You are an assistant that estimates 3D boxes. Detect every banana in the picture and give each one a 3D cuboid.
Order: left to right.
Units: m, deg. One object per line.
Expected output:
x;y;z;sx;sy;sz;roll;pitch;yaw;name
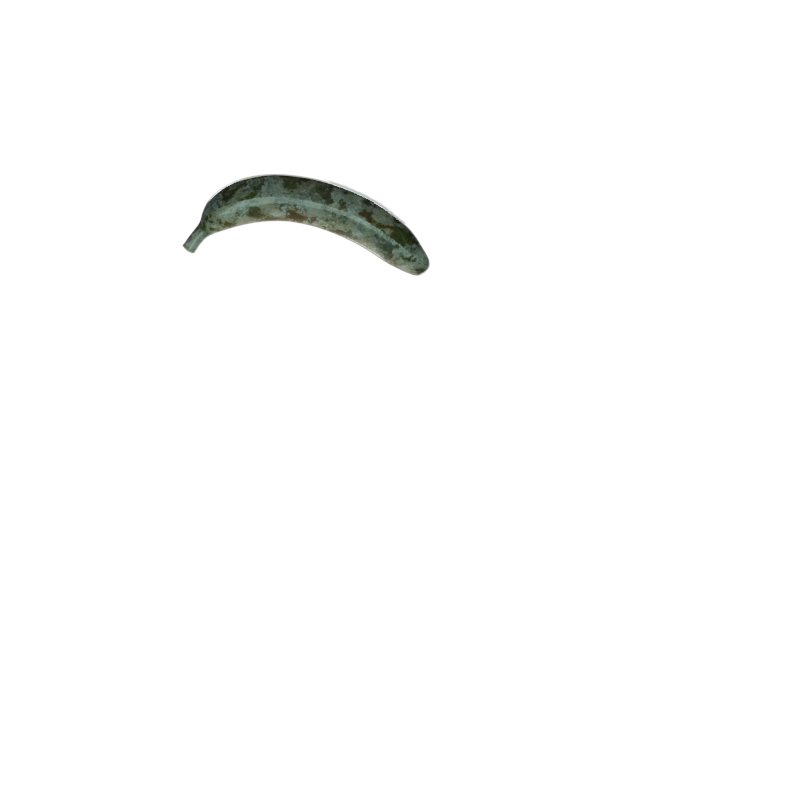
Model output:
-0.071;-0.143;0.881;0.197;0.066;0.039;6;26;-3;banana
